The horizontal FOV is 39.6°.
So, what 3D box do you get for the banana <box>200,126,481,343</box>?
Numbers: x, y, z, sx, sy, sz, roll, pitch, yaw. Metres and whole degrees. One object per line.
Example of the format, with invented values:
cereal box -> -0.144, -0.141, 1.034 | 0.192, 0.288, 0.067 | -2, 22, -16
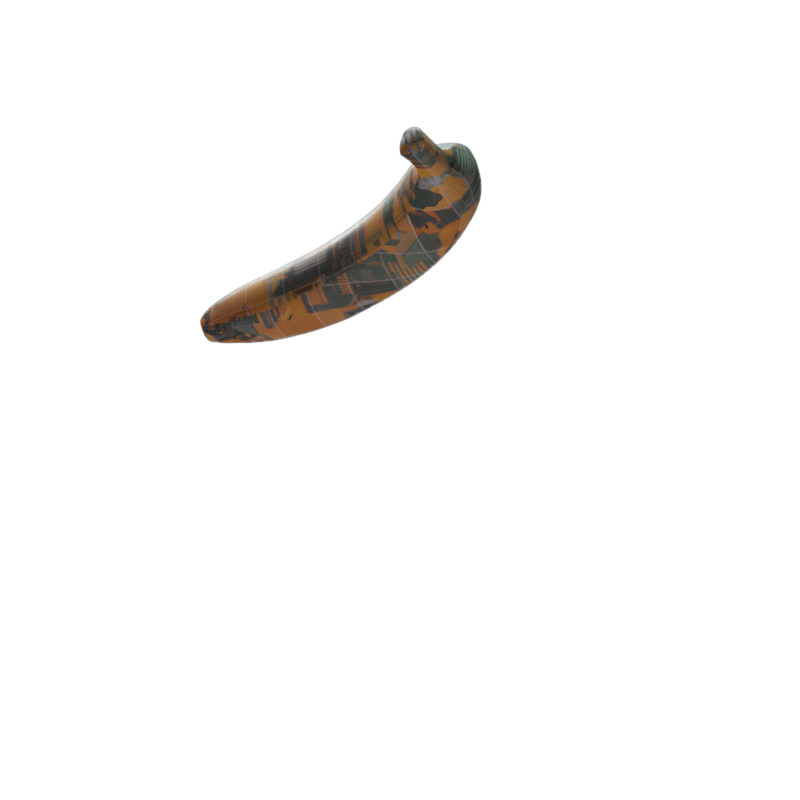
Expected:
banana -> -0.021, -0.069, 0.503 | 0.066, 0.039, 0.195 | 16, -30, -29
